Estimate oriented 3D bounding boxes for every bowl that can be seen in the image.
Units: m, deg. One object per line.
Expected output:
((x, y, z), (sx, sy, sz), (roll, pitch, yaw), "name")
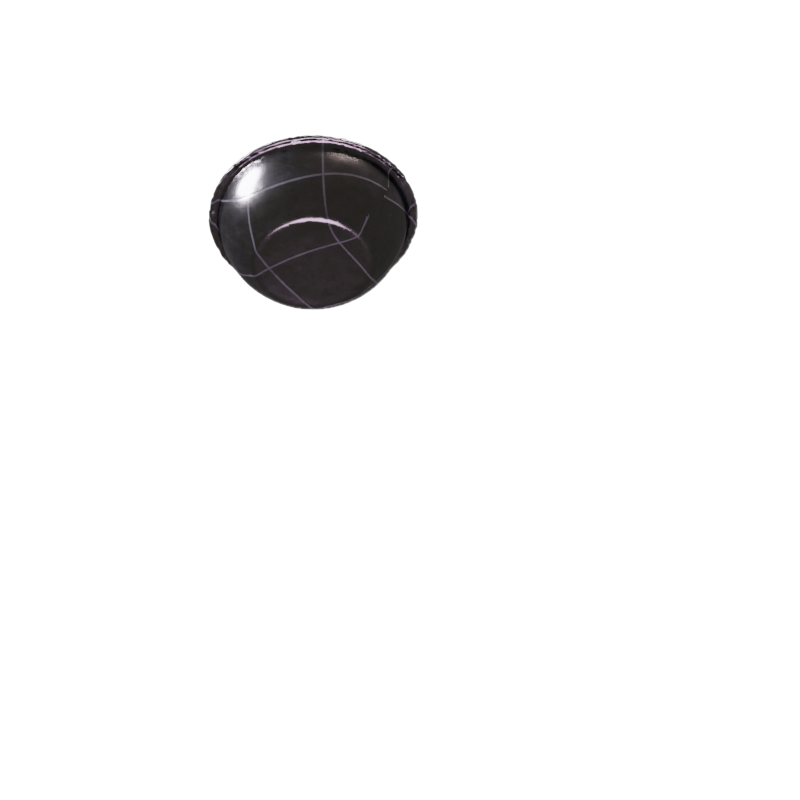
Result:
((-0.066, -0.120, 0.840), (0.162, 0.151, 0.059), (1, 45, -1), "bowl")
